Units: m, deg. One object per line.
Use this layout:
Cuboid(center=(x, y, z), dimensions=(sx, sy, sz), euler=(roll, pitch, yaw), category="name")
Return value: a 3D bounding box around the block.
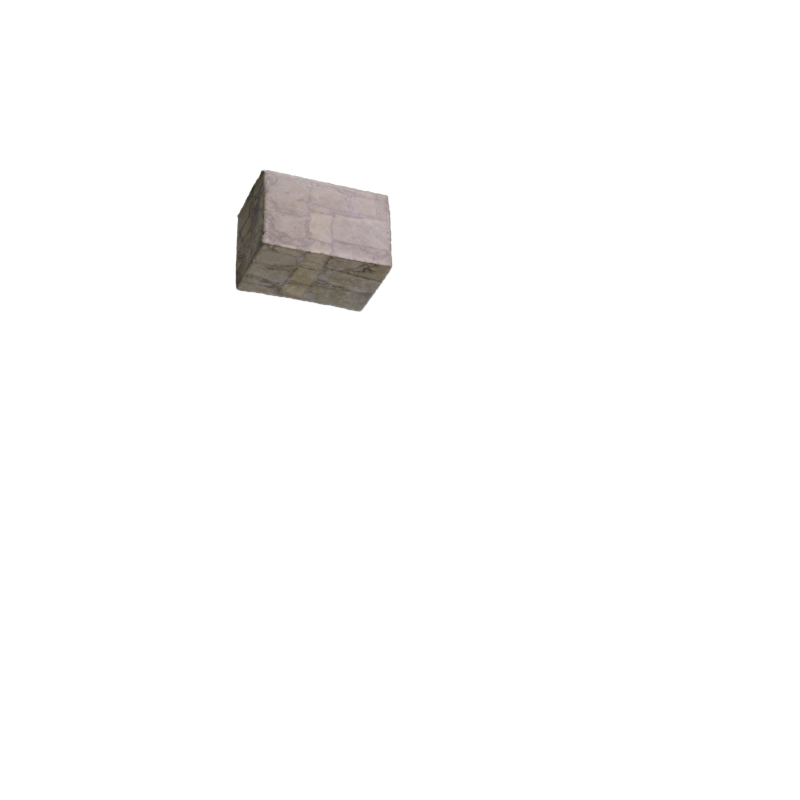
Cuboid(center=(-0.049, -0.090, 0.630), dimensions=(0.076, 0.055, 0.051), euler=(10, -32, -19), category="block")
